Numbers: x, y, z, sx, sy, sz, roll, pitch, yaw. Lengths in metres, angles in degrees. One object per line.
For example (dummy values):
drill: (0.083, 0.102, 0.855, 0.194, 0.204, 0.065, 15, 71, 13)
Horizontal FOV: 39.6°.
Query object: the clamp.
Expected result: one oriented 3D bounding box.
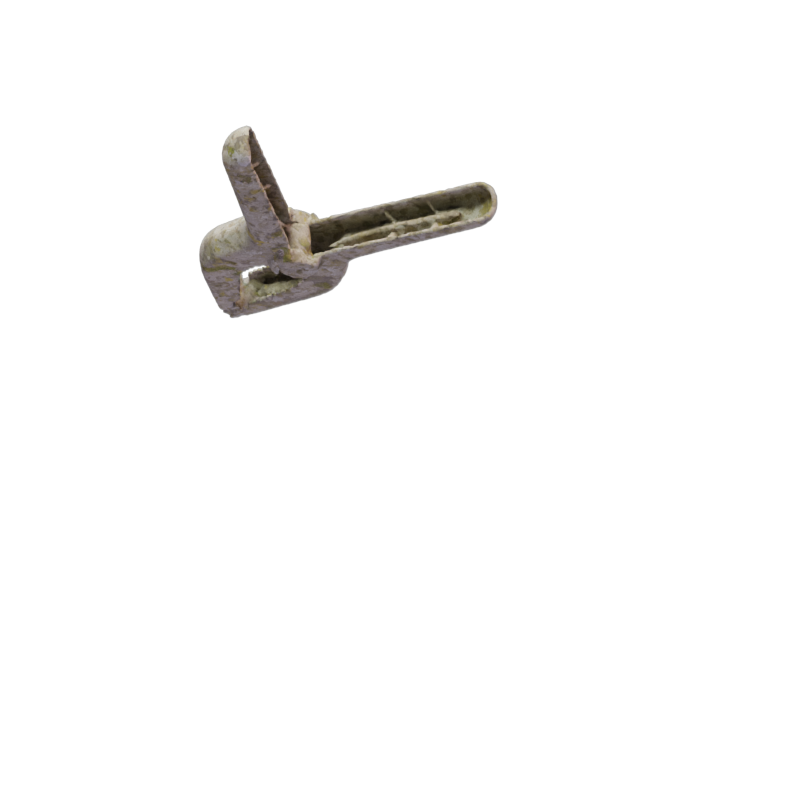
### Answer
clamp: (-0.053, -0.096, 0.671, 0.159, 0.038, 0.206, 8, -20, -22)
